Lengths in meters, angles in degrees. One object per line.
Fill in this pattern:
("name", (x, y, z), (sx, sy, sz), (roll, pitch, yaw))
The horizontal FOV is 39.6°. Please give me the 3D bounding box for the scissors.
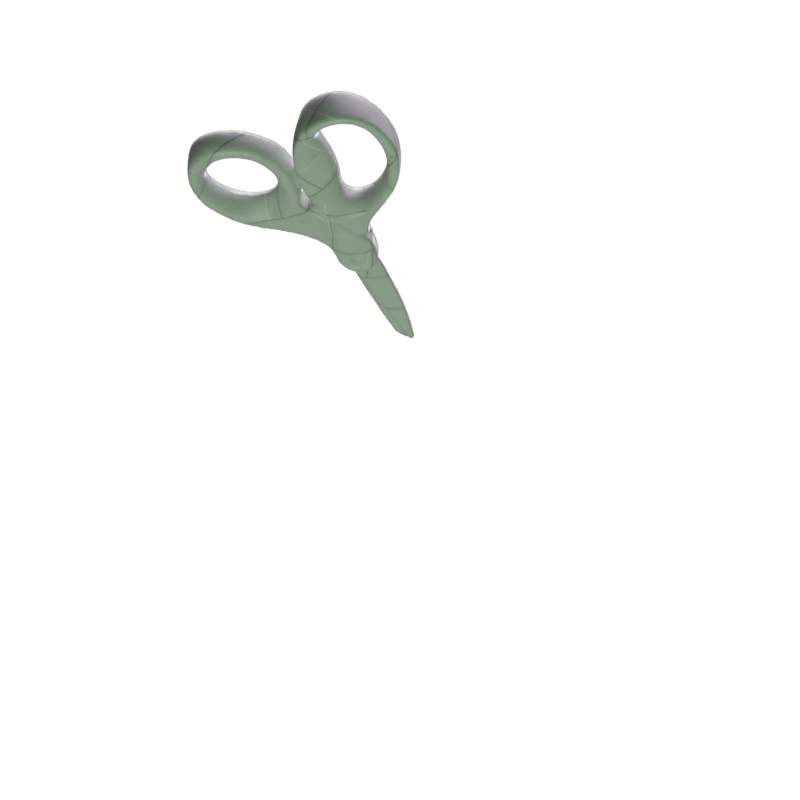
("scissors", (-0.039, -0.072, 0.503), (0.096, 0.017, 0.190), (0, -25, 0))
